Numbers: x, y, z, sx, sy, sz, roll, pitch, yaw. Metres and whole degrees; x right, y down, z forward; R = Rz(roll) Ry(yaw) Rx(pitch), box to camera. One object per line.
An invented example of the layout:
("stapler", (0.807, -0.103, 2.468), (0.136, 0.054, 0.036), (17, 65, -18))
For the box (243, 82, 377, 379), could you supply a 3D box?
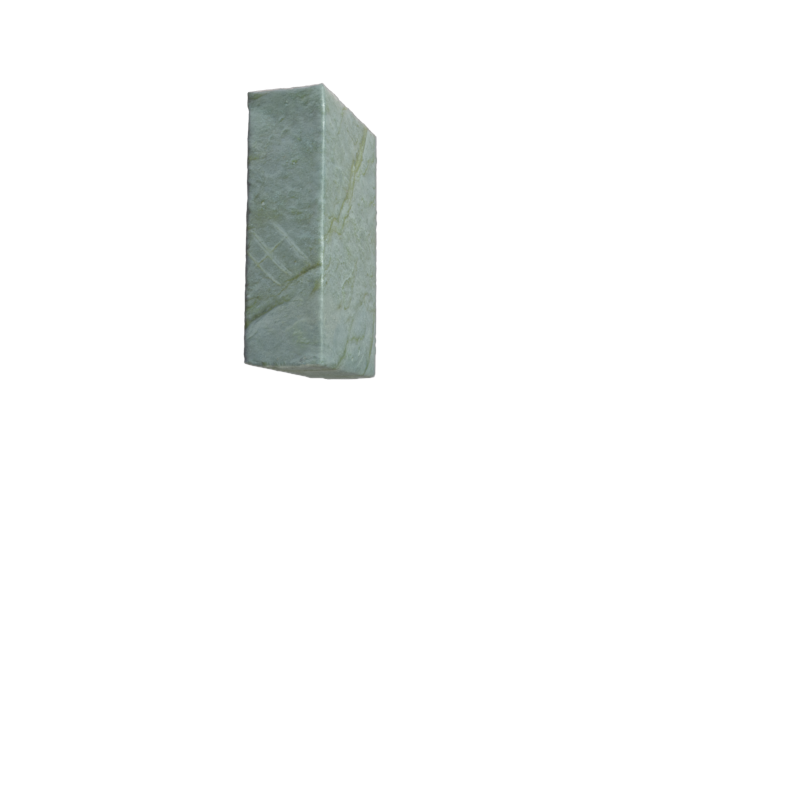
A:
("box", (-0.070, -0.127, 0.893), (0.073, 0.218, 0.158), (-3, -7, 14))
